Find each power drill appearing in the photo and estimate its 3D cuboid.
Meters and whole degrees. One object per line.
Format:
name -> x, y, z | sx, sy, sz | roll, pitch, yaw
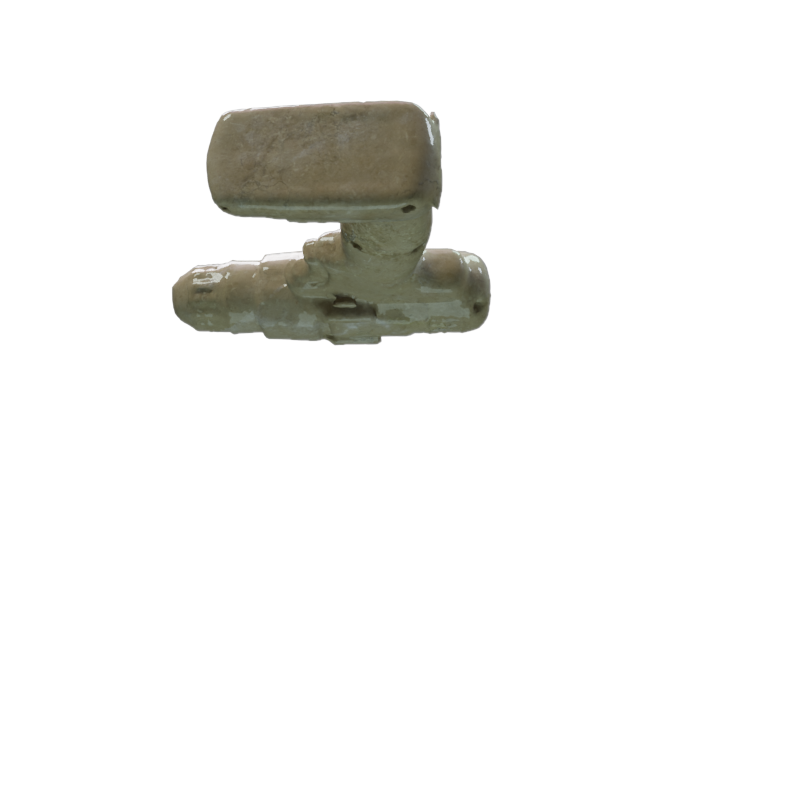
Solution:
power drill -> -0.045, -0.083, 0.579 | 0.186, 0.060, 0.177 | -2, -19, 5
